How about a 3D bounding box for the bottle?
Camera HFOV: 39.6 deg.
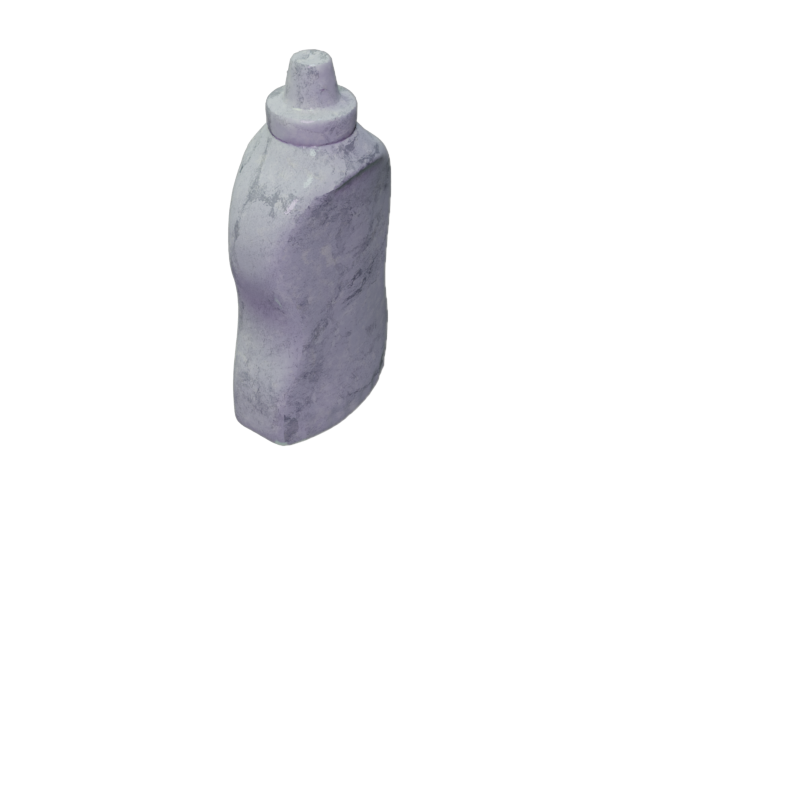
[{"bbox_3d":[-0.042,-0.076,0.530,0.062,0.179,0.097,26,43,27],"label":"bottle"}]
